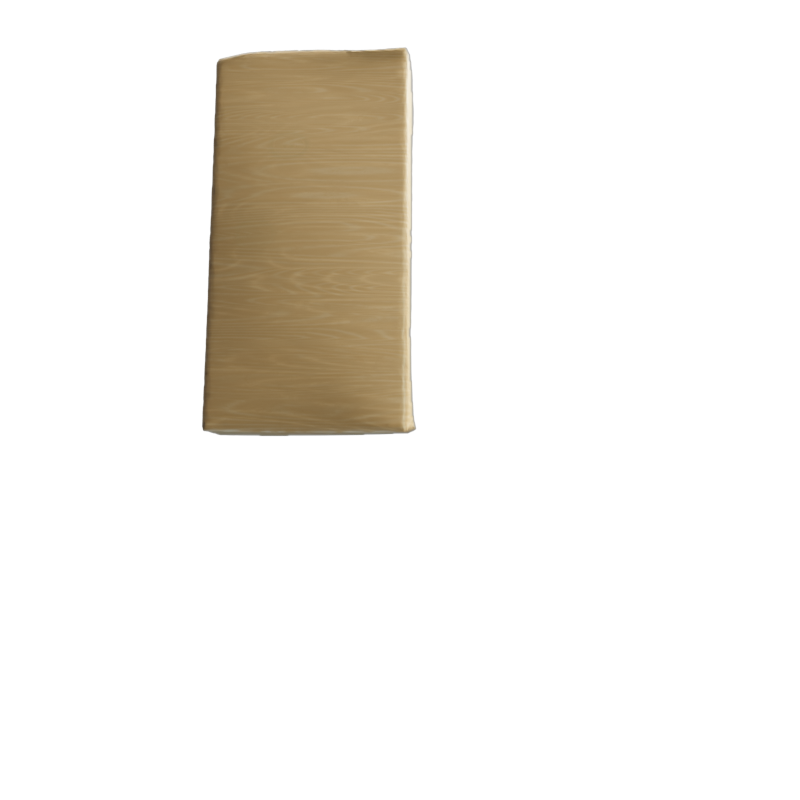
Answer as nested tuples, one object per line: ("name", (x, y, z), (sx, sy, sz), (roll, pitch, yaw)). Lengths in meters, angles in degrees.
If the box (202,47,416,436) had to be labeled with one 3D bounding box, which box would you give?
("box", (-0.040, -0.073, 0.512), (0.094, 0.181, 0.046), (-2, -10, 6))
